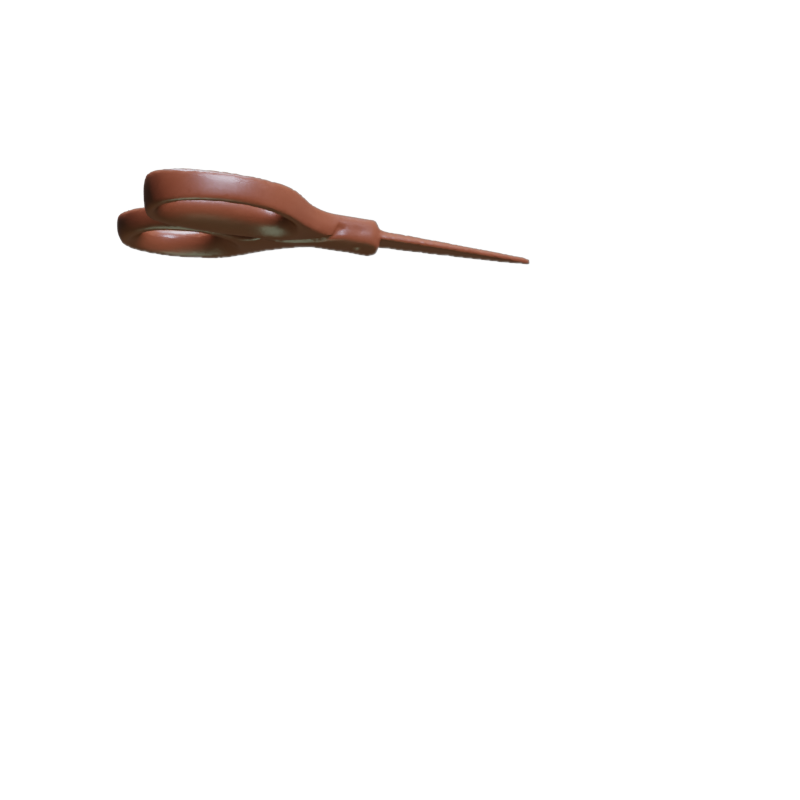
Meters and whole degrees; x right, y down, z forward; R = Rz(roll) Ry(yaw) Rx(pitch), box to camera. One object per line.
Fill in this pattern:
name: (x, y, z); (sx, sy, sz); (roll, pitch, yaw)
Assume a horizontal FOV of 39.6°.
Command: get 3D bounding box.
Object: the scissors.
scissors: (-0.039, -0.071, 0.499); (0.098, 0.016, 0.191); (-7, -10, 43)
